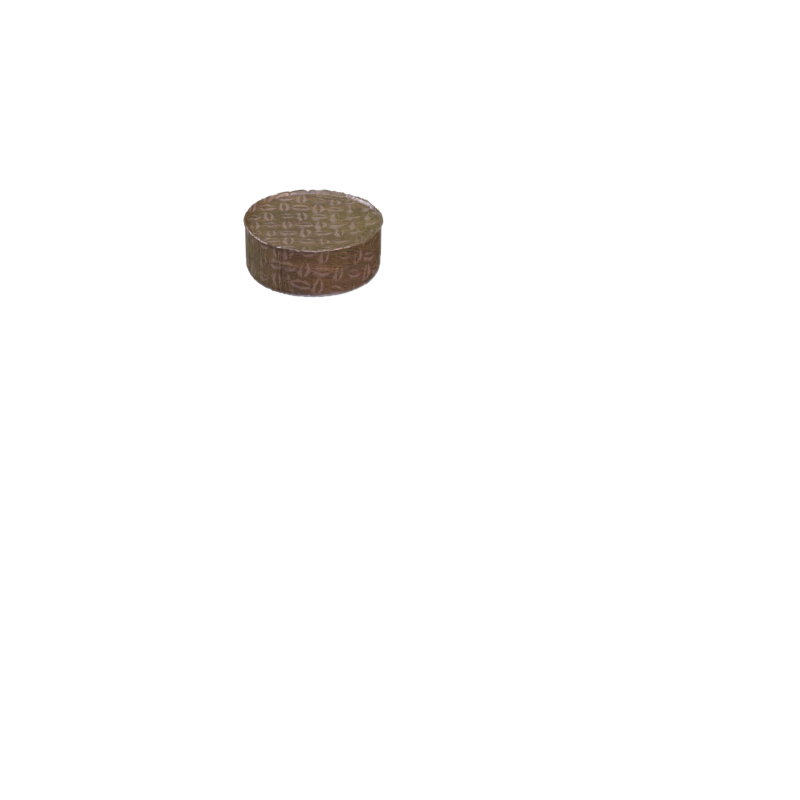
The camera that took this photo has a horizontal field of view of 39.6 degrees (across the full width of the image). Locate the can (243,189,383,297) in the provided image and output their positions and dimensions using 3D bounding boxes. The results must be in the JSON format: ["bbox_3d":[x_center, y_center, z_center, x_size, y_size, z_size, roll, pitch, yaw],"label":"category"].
[{"bbox_3d":[-0.054,-0.098,0.688,0.086,0.032,0.091,-1,33,-2],"label":"can"}]
